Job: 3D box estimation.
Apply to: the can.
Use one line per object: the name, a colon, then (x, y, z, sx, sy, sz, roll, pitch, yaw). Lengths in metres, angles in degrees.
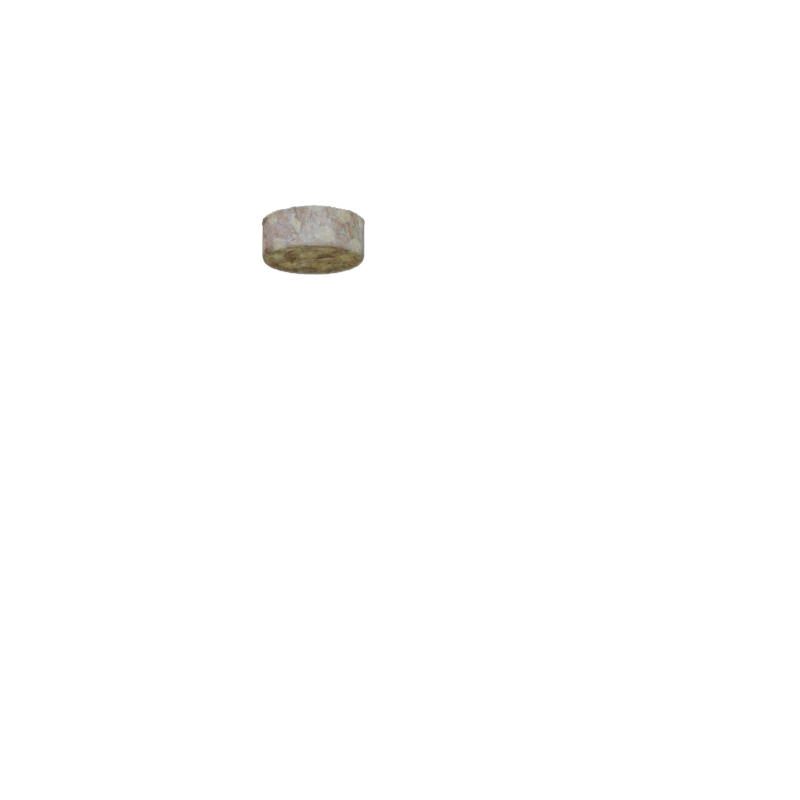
can: (-0.072, -0.131, 0.917, 0.086, 0.035, 0.083, 0, -12, -2)
